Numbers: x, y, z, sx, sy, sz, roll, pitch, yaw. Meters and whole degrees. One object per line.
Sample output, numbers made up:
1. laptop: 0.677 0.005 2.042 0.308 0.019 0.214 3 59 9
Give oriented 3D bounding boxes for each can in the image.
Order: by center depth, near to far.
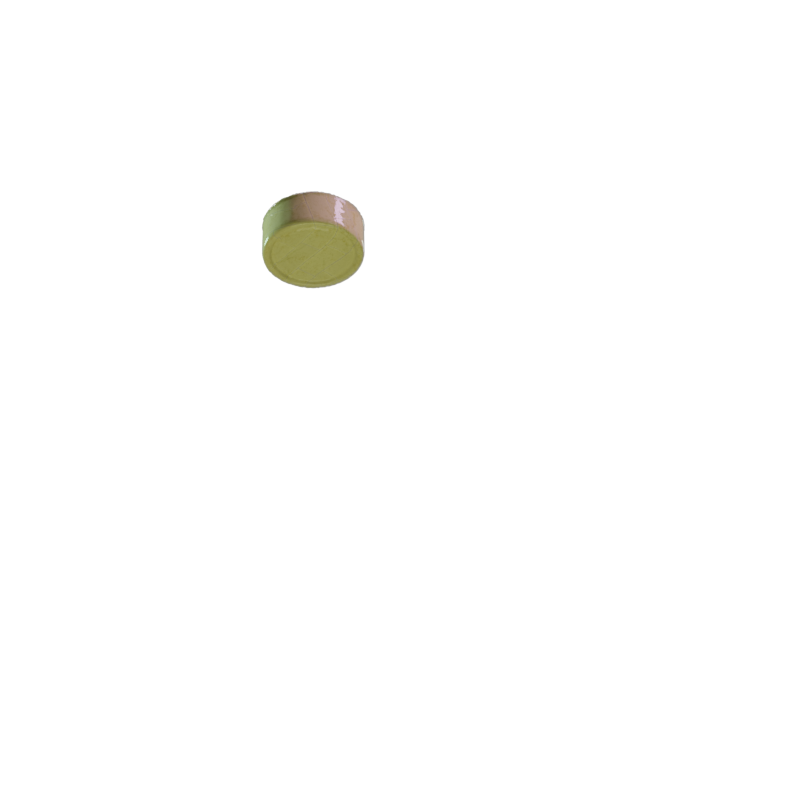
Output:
1. can: -0.072 -0.131 0.917 0.086 0.036 0.080 1 -37 -2
